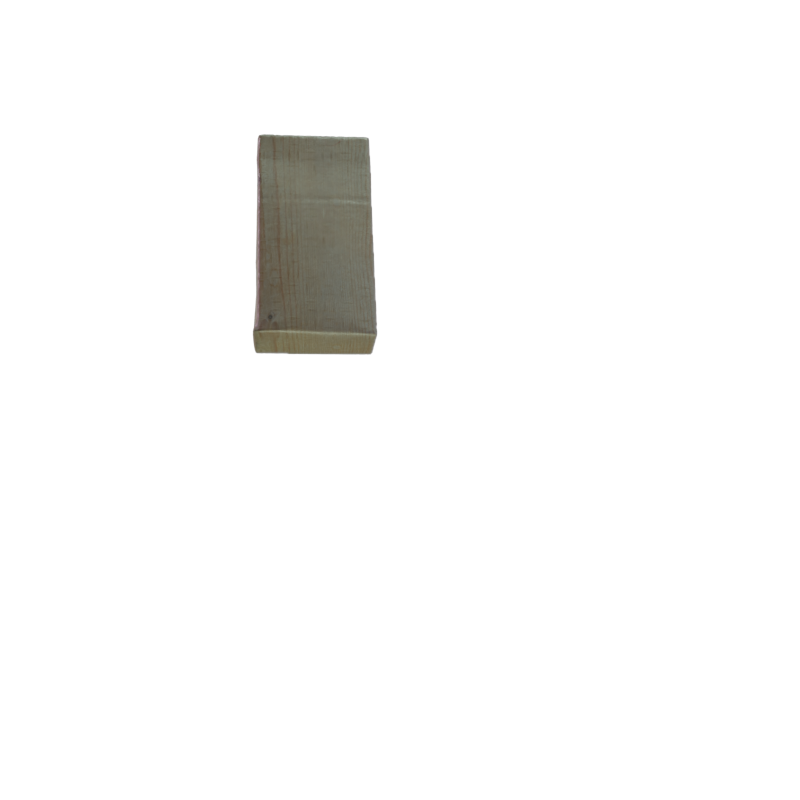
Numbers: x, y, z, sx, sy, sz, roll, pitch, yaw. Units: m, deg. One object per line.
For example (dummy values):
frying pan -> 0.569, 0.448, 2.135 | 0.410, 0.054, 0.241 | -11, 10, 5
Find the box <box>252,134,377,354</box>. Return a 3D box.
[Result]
box -> -0.068, -0.124, 0.873 | 0.093, 0.187, 0.045 | 0, -28, -4
